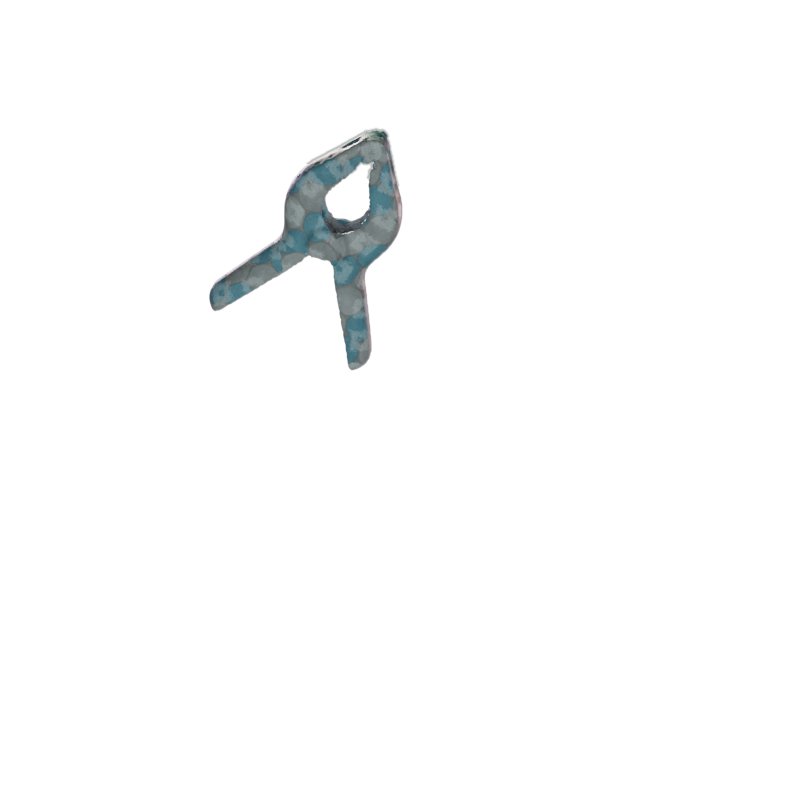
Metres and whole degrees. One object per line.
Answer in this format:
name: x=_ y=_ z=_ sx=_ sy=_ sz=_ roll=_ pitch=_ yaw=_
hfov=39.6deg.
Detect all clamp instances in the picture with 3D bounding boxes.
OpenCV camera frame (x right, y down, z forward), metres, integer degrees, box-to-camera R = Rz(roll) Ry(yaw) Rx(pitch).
clamp: x=-0.059 y=-0.108 z=0.755 sx=0.119 sy=0.165 sz=0.041 roll=14 pitch=22 yaw=-7
